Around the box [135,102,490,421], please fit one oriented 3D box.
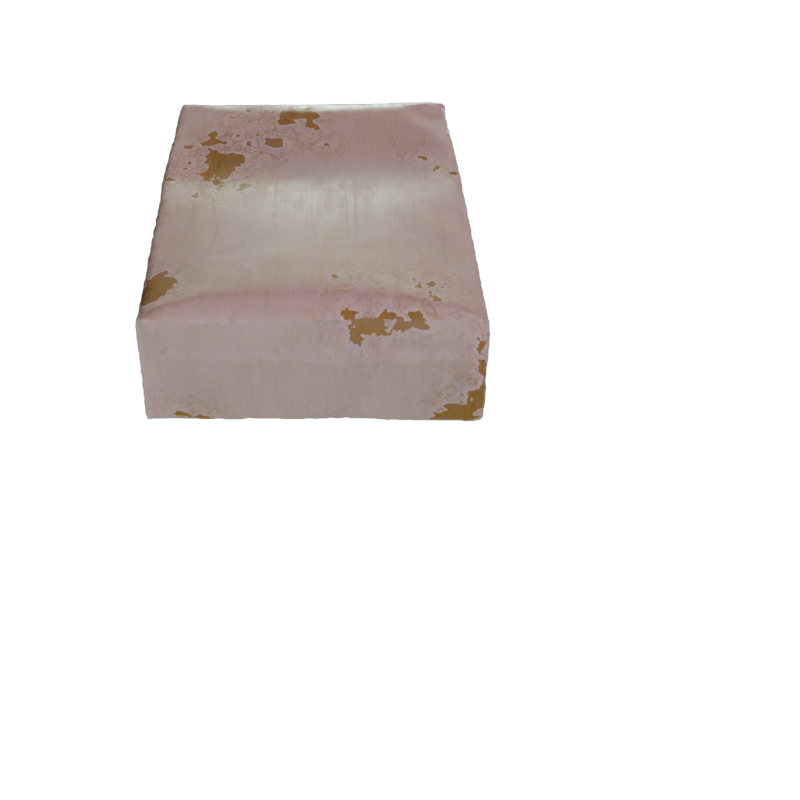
[{"bbox_3d":[-0.047,-0.085,0.598,0.164,0.067,0.229,-1,40,-2],"label":"box"}]
